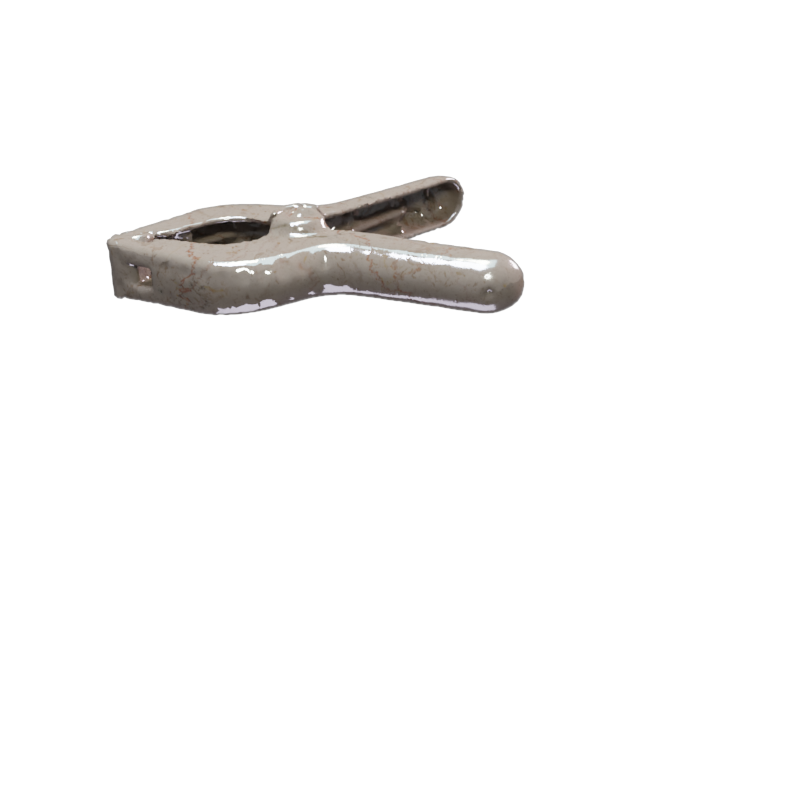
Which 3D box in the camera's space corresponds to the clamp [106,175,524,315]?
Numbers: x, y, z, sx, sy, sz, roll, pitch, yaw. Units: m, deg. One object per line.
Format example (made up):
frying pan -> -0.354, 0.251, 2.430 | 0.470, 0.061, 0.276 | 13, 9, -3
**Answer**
clamp -> -0.038, -0.070, 0.489 | 0.172, 0.038, 0.125 | 1, 22, 2
